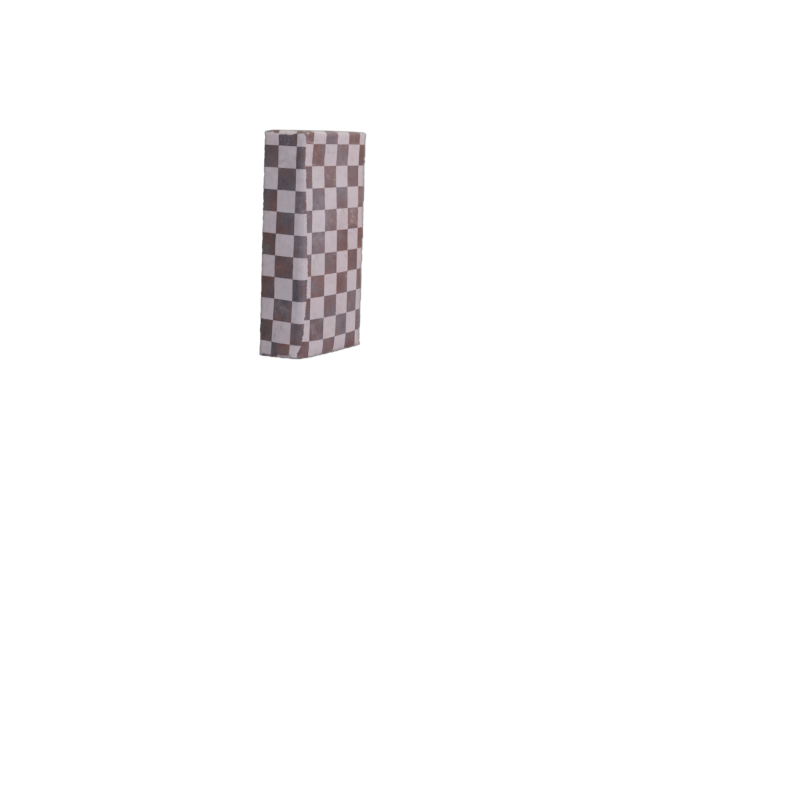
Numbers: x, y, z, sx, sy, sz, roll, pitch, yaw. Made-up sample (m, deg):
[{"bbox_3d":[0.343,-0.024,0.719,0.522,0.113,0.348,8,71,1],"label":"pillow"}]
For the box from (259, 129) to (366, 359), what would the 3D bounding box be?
[{"bbox_3d":[-0.069,-0.126,0.880,0.050,0.174,0.091,3,6,30],"label":"box"}]
